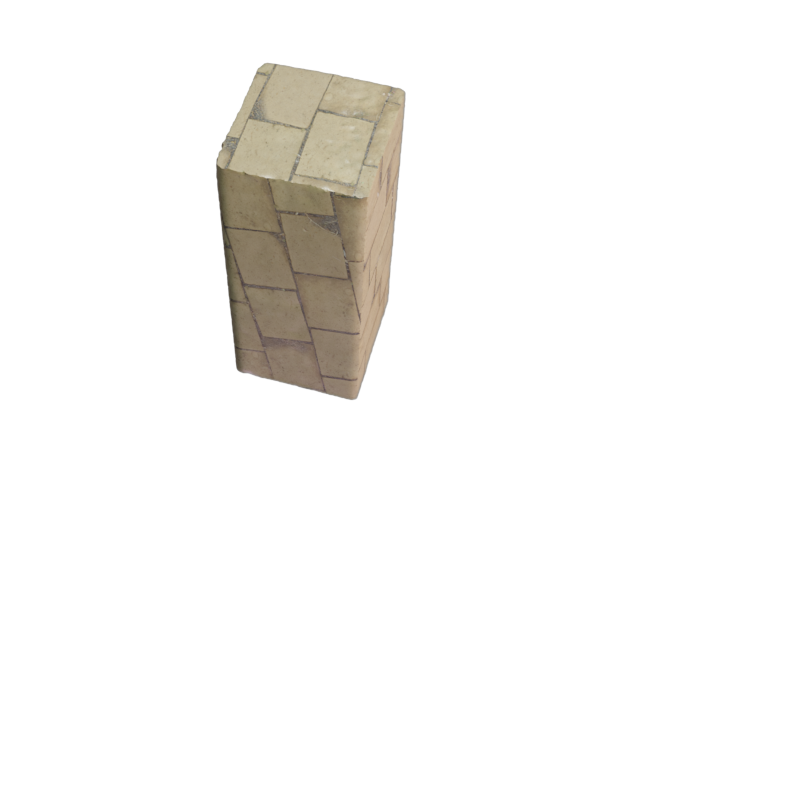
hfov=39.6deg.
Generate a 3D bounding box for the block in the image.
[{"bbox_3d":[-0.055,-0.100,0.700,0.091,0.095,0.193,14,-34,6],"label":"block"}]
